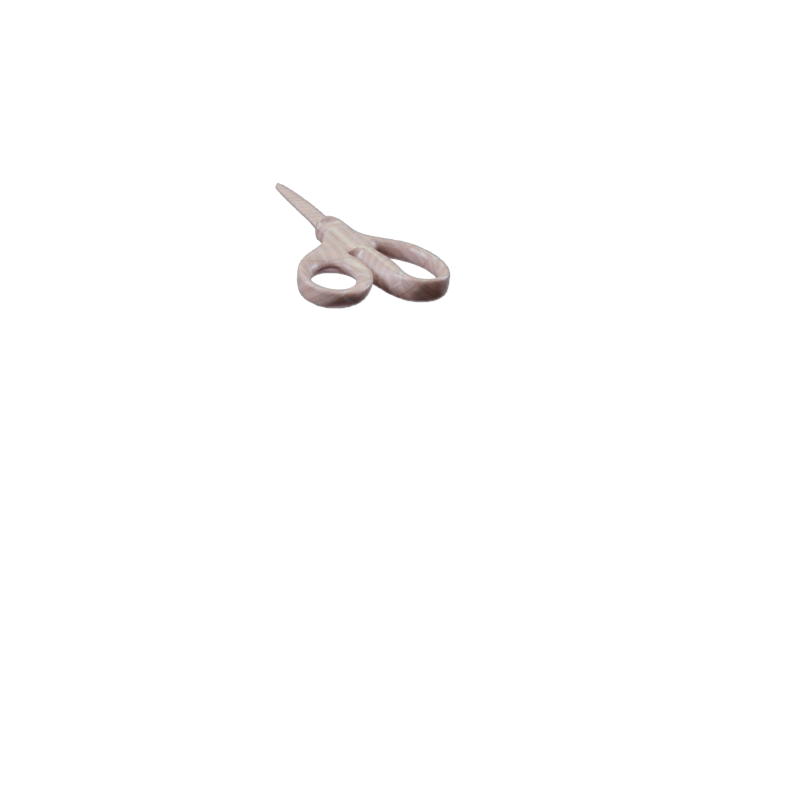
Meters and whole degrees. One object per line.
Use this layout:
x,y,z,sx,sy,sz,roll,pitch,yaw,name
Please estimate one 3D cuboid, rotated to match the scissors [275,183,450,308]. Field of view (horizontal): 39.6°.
-0.054,-0.099,0.695,0.095,0.015,0.216,-21,35,-33,scissors
